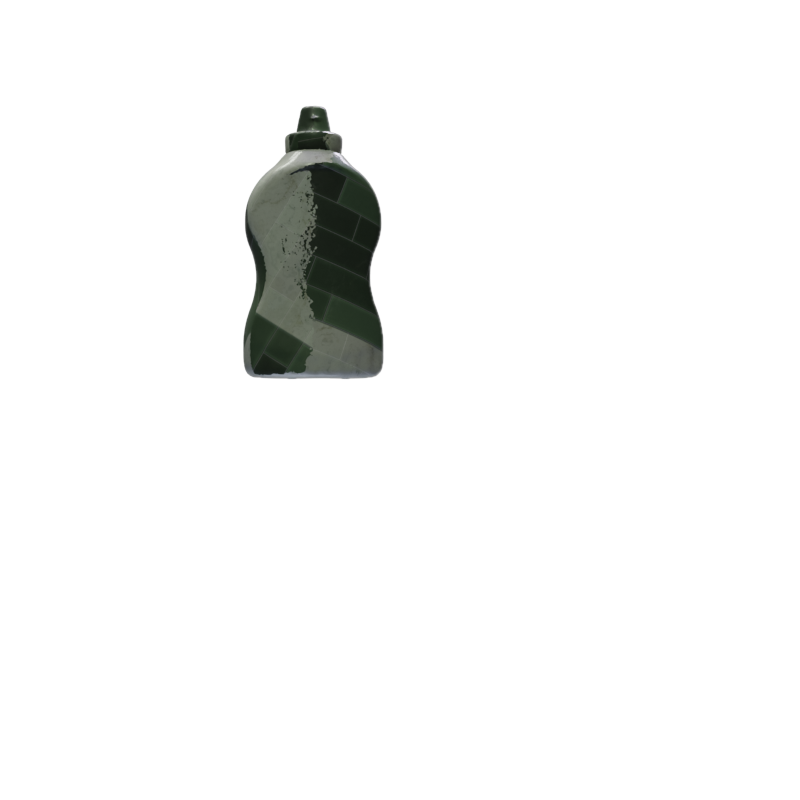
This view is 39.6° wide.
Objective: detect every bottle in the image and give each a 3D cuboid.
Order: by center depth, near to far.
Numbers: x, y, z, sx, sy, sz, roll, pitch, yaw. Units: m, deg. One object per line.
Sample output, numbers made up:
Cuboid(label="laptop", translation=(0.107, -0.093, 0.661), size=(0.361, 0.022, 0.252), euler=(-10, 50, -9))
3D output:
Cuboid(label="bottle", translation=(-0.061, -0.112, 0.781), size=(0.094, 0.195, 0.058), euler=(1, -6, -12))
